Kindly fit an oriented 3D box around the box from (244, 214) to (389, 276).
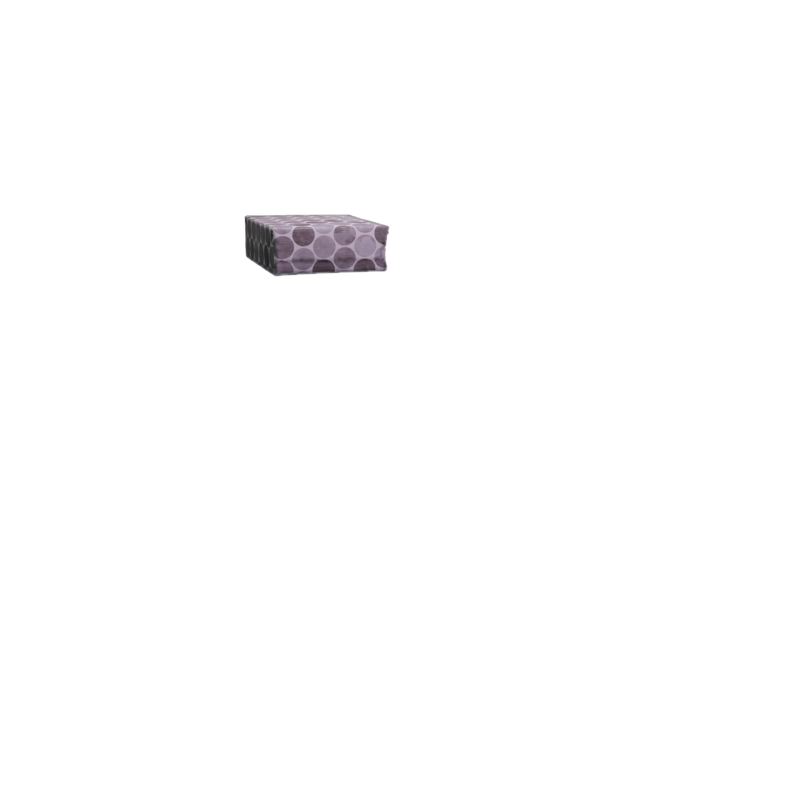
[{"bbox_3d":[-0.067,-0.122,0.857,0.088,0.038,0.119,-4,16,-16],"label":"box"}]
